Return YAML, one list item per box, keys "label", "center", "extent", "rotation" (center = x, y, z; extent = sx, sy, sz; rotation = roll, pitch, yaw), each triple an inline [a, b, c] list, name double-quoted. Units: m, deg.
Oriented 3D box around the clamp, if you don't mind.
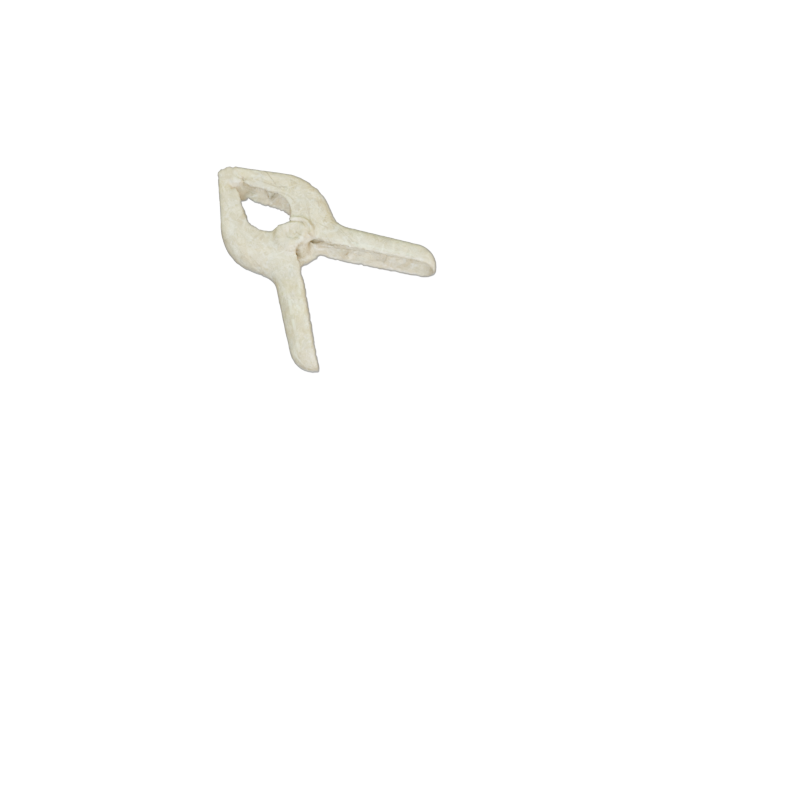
- label: "clamp"
  center: [-0.061, -0.111, 0.778]
  extent: [0.120, 0.183, 0.037]
  rotation: [-29, -27, -17]
